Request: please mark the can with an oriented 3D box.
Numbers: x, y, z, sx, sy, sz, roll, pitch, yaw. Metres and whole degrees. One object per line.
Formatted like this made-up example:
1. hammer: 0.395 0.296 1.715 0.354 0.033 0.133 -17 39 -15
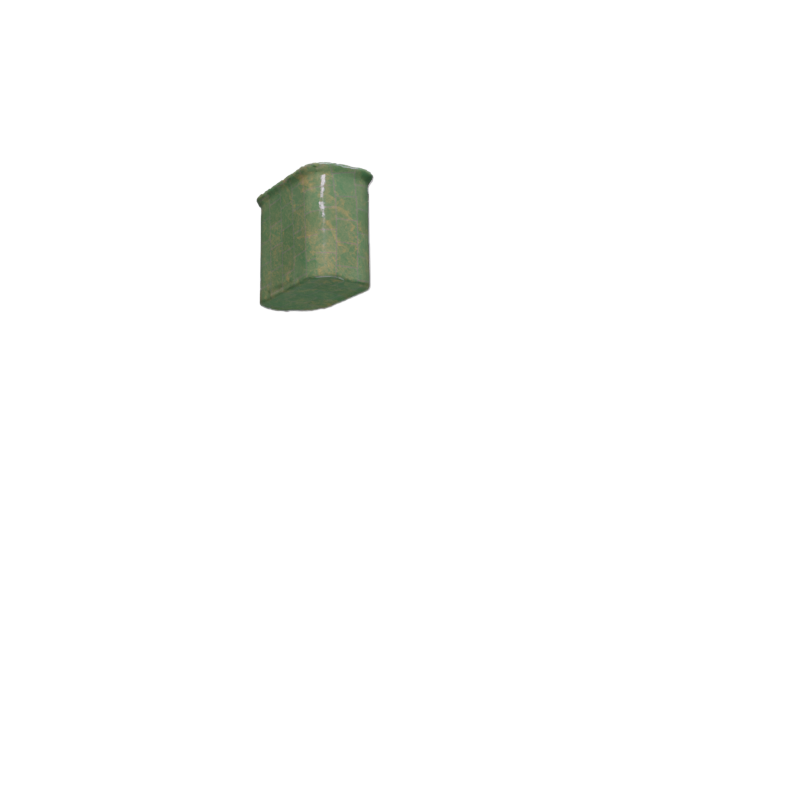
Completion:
1. can: -0.063 -0.114 0.801 0.055 0.087 0.103 9 -16 -31
